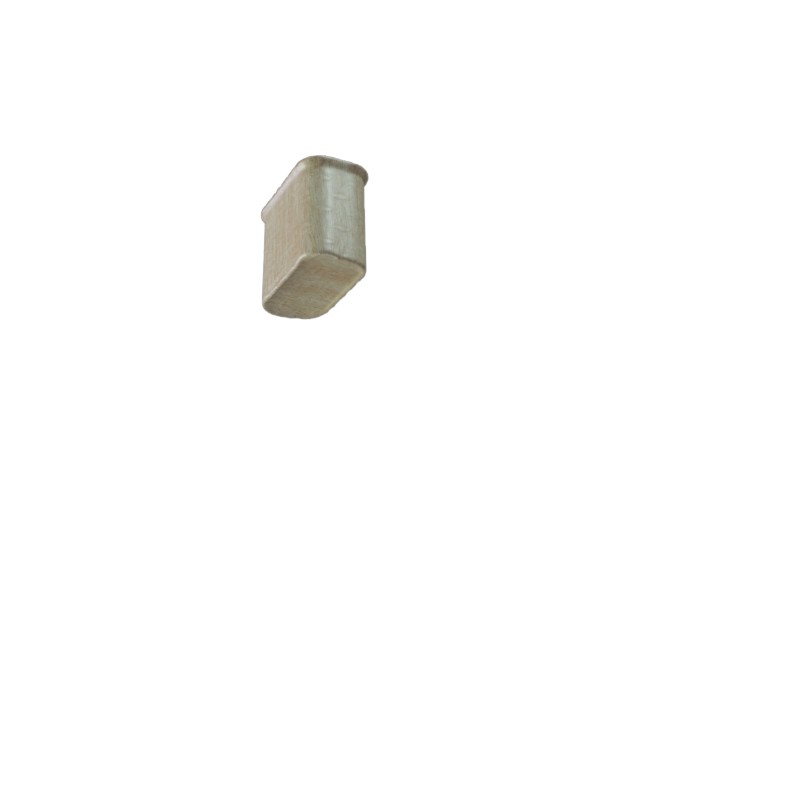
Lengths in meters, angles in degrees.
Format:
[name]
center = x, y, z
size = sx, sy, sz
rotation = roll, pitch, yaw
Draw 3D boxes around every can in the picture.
[can]
center = -0.064, -0.117, 0.822
size = 0.055, 0.089, 0.100
rotation = 13, -31, -25
